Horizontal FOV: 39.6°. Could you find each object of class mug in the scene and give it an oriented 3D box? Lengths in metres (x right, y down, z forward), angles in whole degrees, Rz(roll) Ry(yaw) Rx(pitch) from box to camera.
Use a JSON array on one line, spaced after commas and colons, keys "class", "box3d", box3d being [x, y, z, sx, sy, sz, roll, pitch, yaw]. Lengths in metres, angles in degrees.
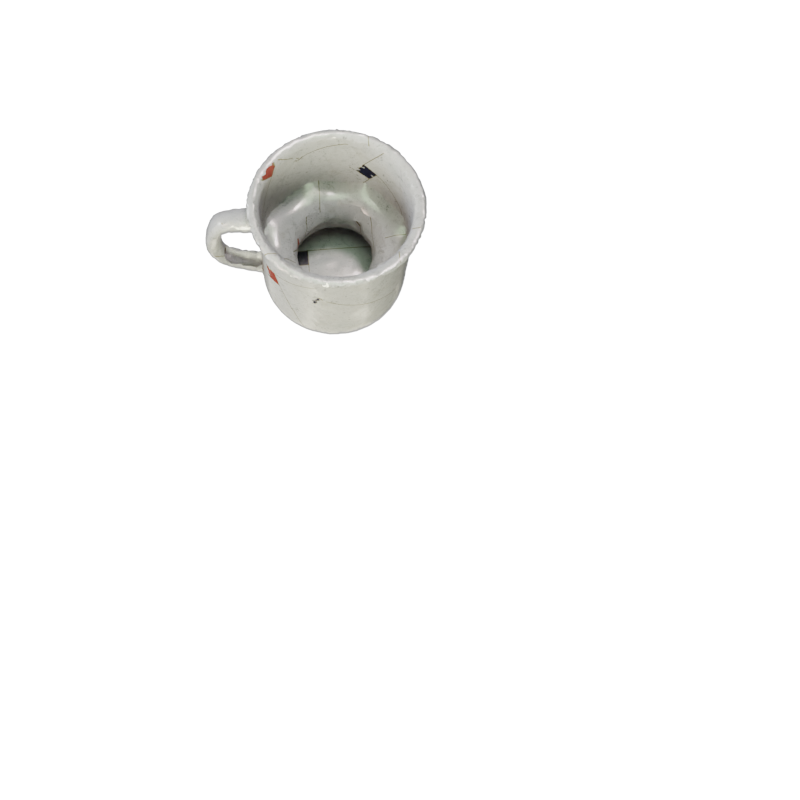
[{"class": "mug", "box3d": [-0.047, -0.086, 0.606, 0.117, 0.099, 0.077, -3, -24, -3]}]
